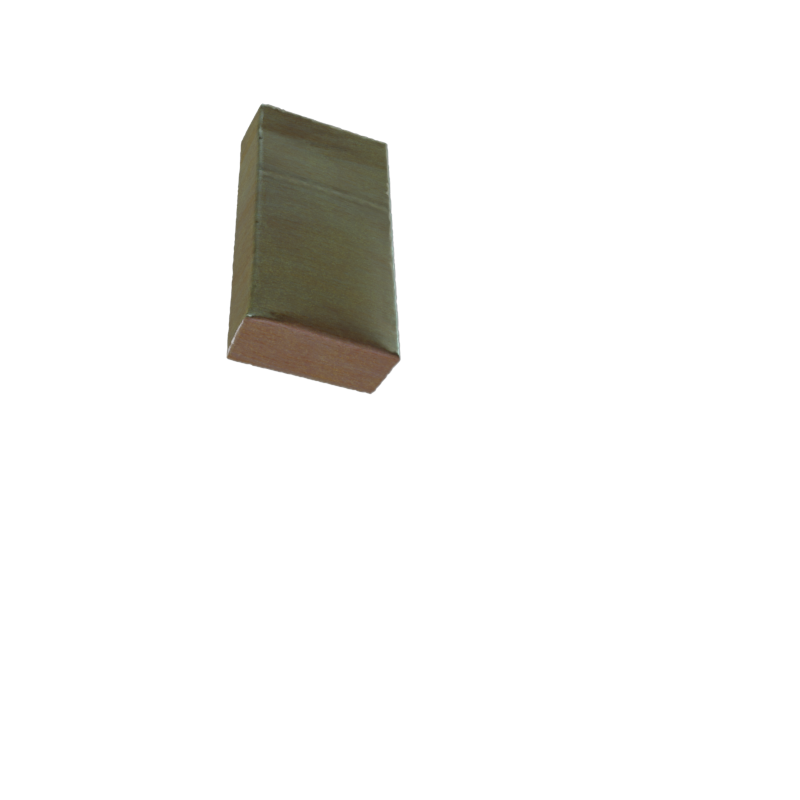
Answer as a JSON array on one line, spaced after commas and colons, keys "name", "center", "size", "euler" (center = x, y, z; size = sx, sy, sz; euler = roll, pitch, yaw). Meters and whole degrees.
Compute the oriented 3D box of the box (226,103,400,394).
[{"name": "box", "center": [-0.053, -0.096, 0.672], "size": [0.090, 0.189, 0.046], "euler": [14, -44, -19]}]
